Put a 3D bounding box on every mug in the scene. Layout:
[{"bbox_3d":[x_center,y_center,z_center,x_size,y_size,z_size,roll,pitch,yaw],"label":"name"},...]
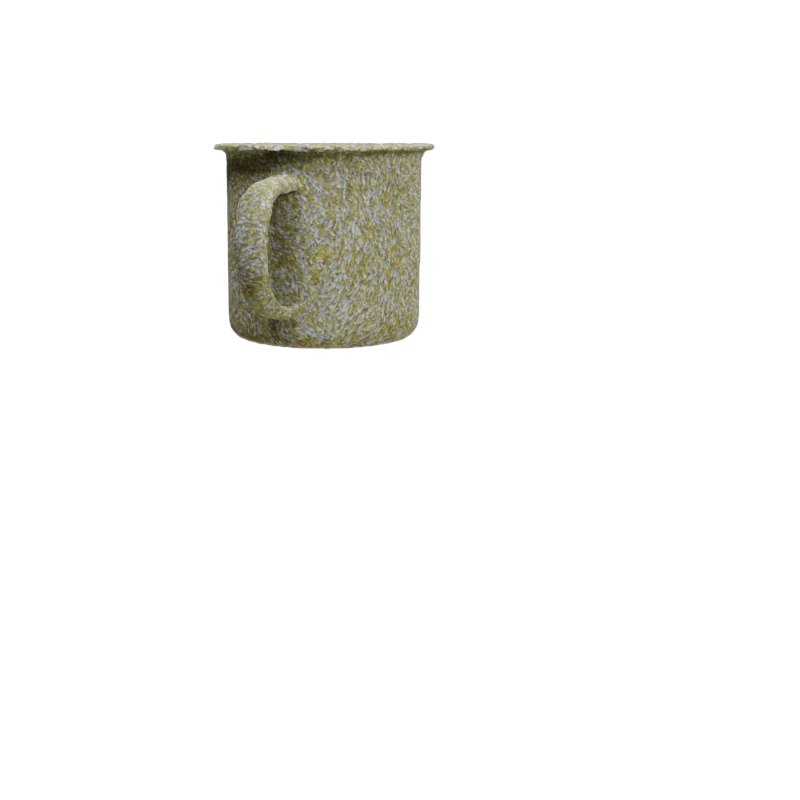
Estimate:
[{"bbox_3d":[-0.036,-0.066,0.461,0.096,0.080,0.116,4,12,18],"label":"mug"}]
